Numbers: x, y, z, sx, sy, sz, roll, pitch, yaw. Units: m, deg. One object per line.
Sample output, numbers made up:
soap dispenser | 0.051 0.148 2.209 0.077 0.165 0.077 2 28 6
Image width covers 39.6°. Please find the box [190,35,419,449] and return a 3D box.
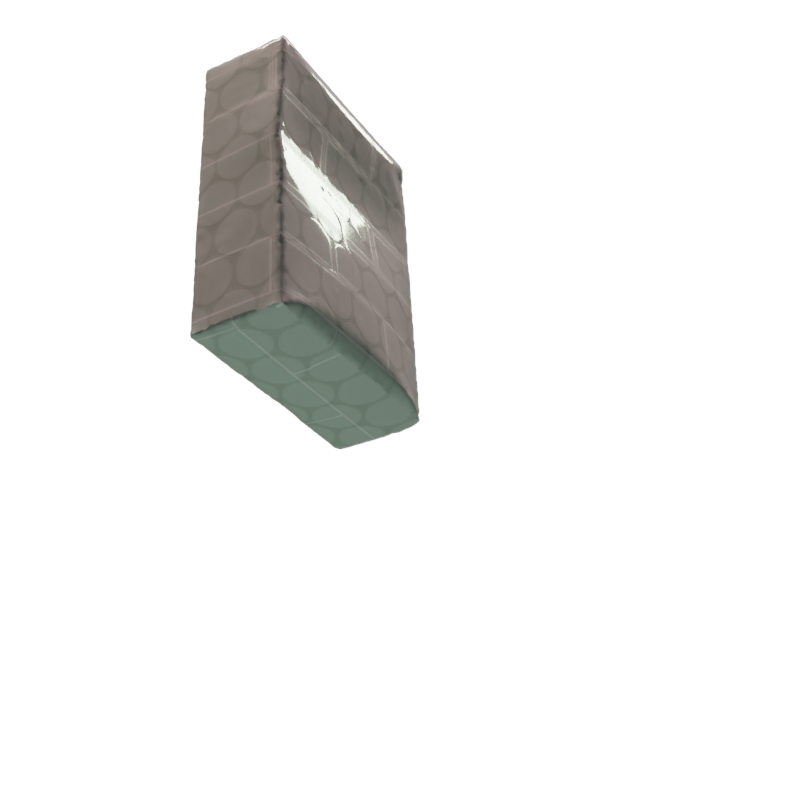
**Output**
box | -0.056 -0.102 0.711 0.072 0.229 0.152 -20 -38 24
